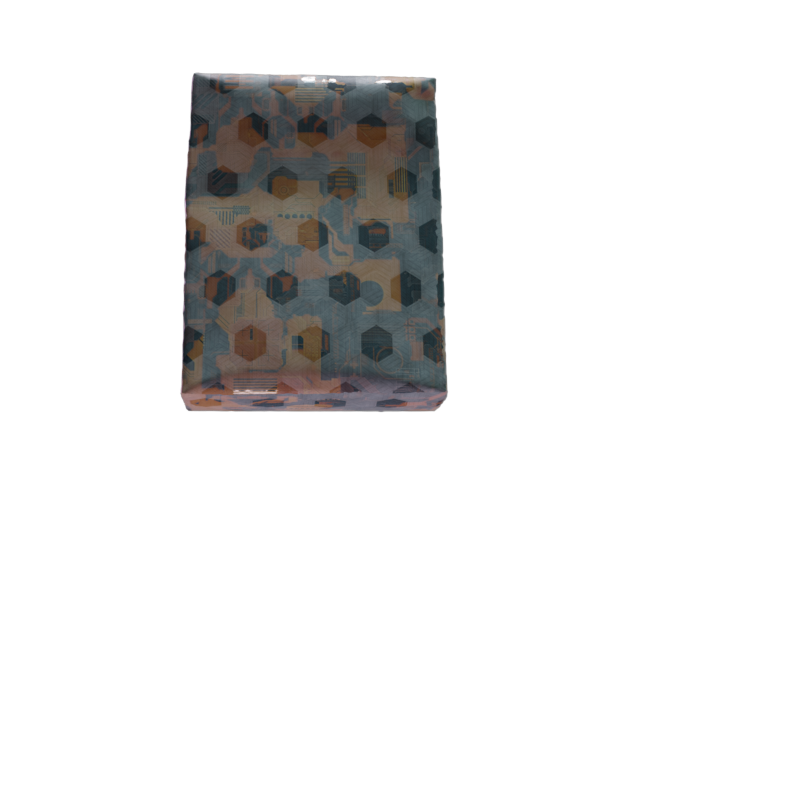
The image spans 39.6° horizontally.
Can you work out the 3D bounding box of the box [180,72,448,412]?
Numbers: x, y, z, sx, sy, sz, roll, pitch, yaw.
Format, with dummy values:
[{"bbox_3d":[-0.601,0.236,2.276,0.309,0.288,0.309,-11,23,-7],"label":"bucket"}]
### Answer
[{"bbox_3d":[-0.056,-0.102,0.716,0.163,0.222,0.069,0,-16,-3],"label":"box"}]
